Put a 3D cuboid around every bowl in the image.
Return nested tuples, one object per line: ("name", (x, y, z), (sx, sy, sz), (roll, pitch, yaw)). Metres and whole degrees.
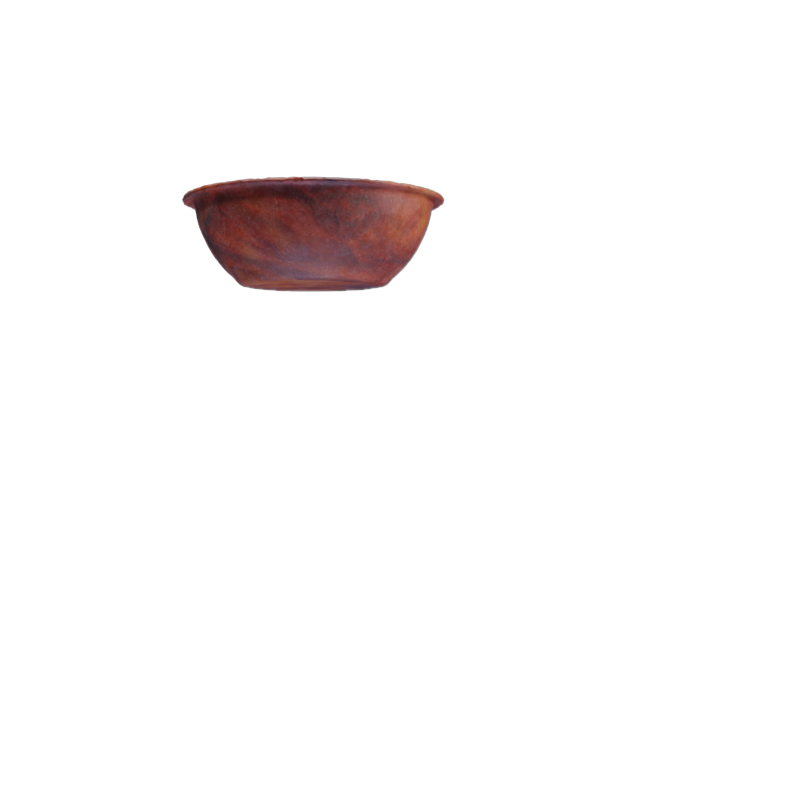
("bowl", (-0.054, -0.098, 0.684), (0.162, 0.056, 0.161), (0, 0, -2))
